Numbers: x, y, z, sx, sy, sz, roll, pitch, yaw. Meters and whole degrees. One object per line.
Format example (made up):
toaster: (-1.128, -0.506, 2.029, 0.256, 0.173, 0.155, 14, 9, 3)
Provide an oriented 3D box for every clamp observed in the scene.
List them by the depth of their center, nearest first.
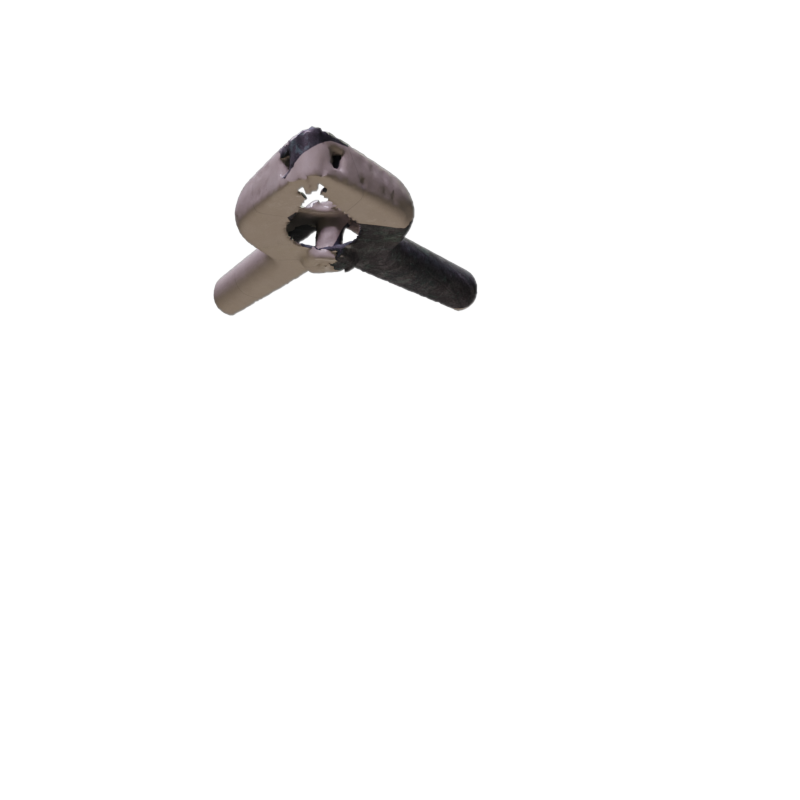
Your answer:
clamp: (-0.049, -0.089, 0.621, 0.167, 0.038, 0.198, -3, -16, 11)
